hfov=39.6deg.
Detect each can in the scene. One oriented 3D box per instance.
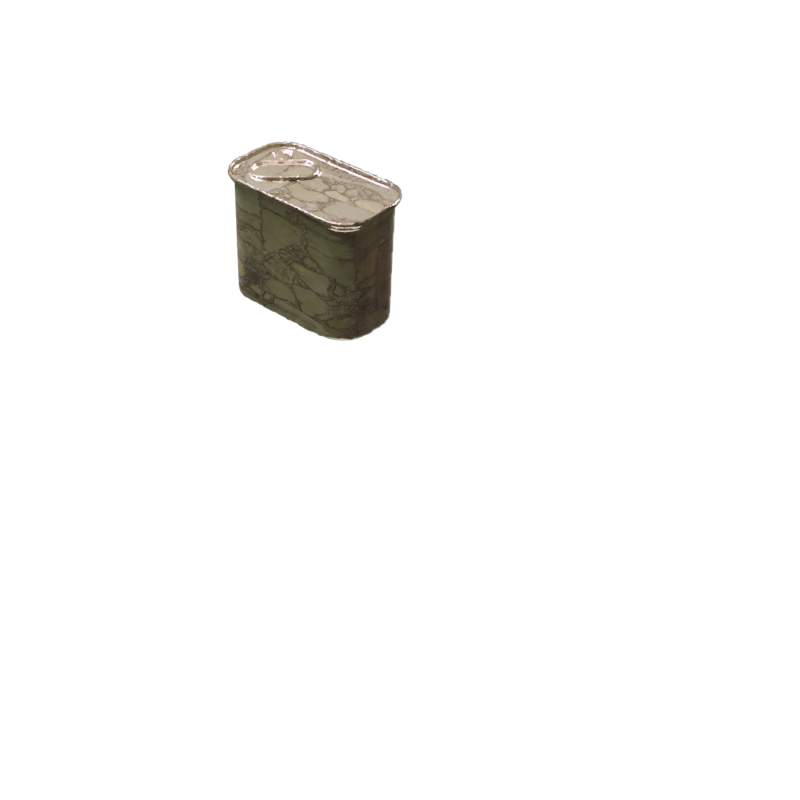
[{"bbox_3d":[-0.051,-0.092,0.646,0.108,0.078,0.058,28,44,31],"label":"can"}]
